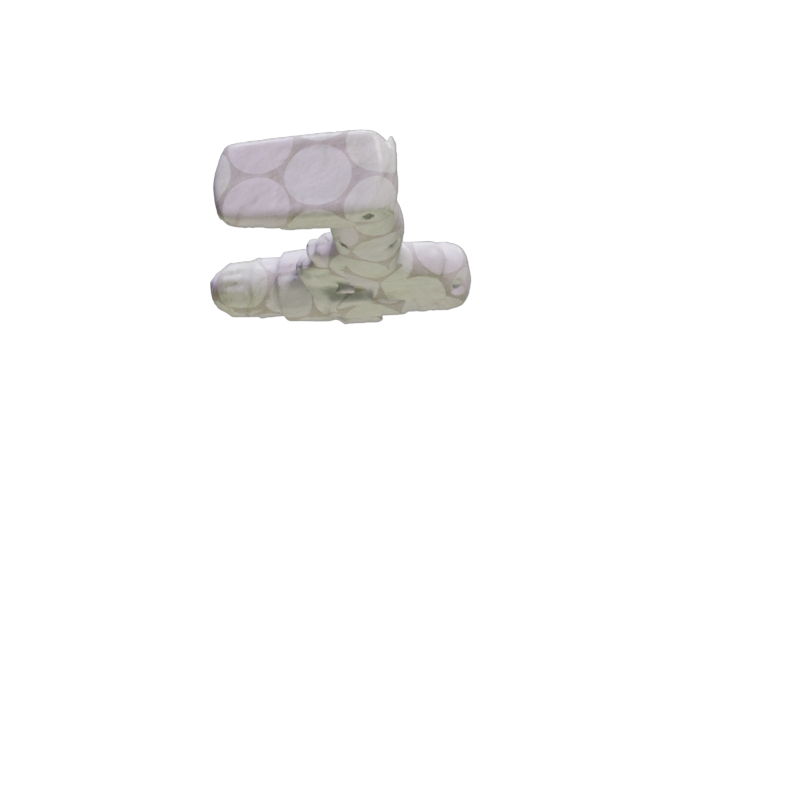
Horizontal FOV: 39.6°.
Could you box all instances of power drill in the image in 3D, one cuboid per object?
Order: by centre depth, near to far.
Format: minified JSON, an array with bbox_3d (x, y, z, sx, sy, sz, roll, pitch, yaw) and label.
[{"bbox_3d":[-0.056,-0.102,0.713,0.187,0.060,0.177,-4,-18,12],"label":"power drill"}]
